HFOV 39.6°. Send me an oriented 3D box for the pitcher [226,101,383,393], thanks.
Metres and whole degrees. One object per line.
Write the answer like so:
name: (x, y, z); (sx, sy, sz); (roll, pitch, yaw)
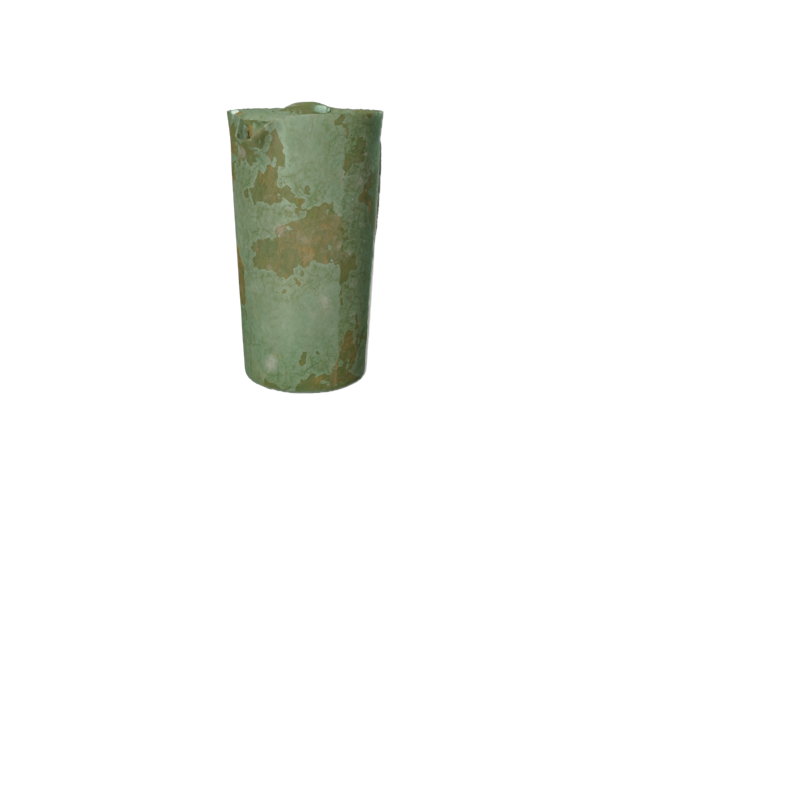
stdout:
pitcher: (-0.076, -0.138, 0.968); (0.147, 0.237, 0.151); (-2, 12, -12)
